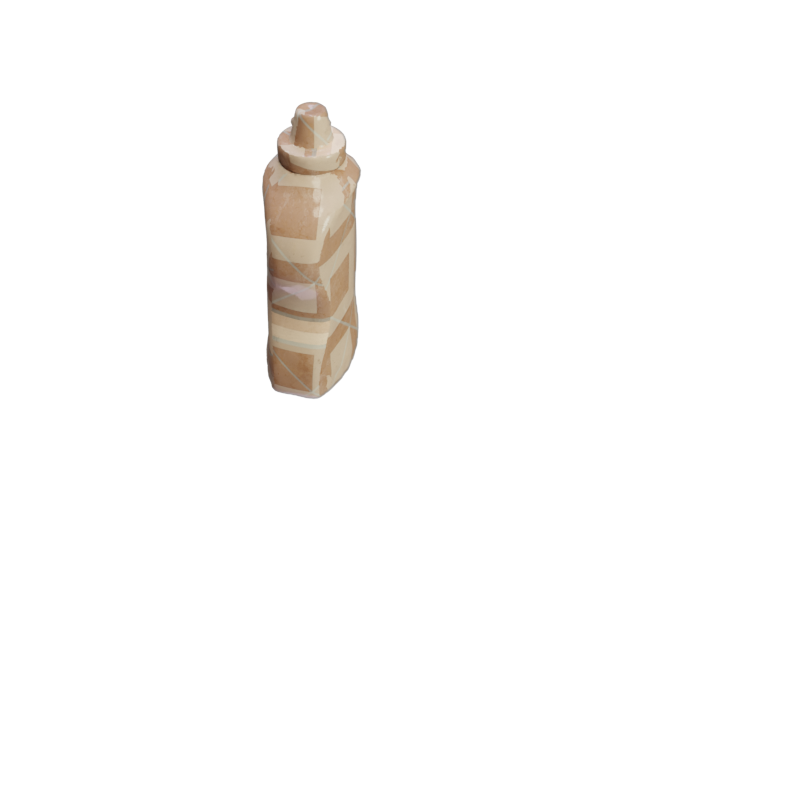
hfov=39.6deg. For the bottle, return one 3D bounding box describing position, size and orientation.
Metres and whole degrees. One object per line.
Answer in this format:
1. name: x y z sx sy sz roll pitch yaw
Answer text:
1. bottle: -0.055 -0.099 0.695 0.059 0.179 0.101 11 41 9
